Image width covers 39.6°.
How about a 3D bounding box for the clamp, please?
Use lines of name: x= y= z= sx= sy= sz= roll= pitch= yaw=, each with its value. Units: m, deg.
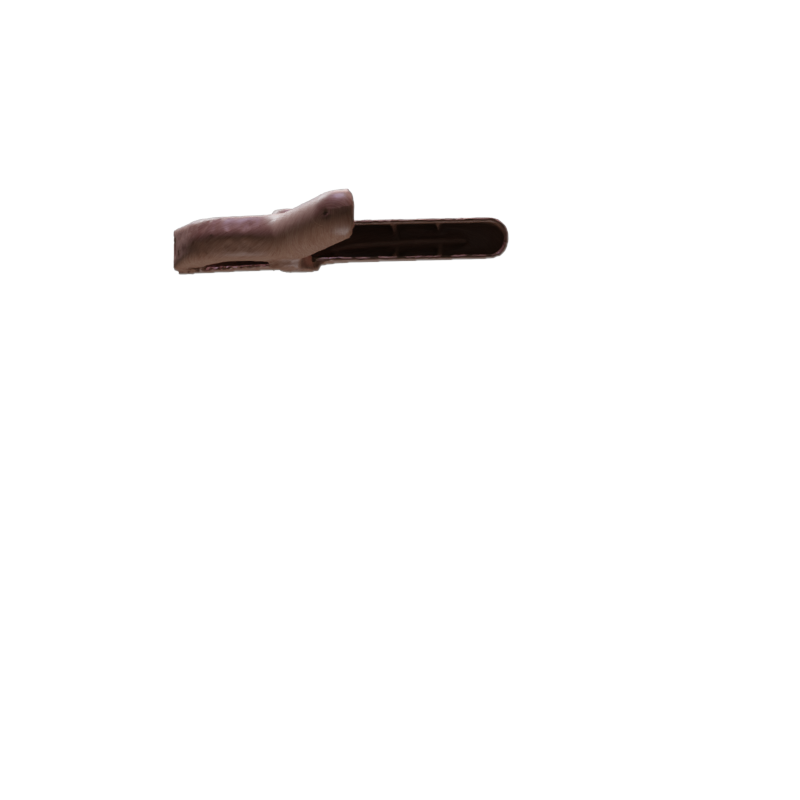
clamp: x=-0.052 y=-0.095 z=0.668 sx=0.217 sy=0.037 sz=0.157 roll=0 pitch=1 yaw=44
